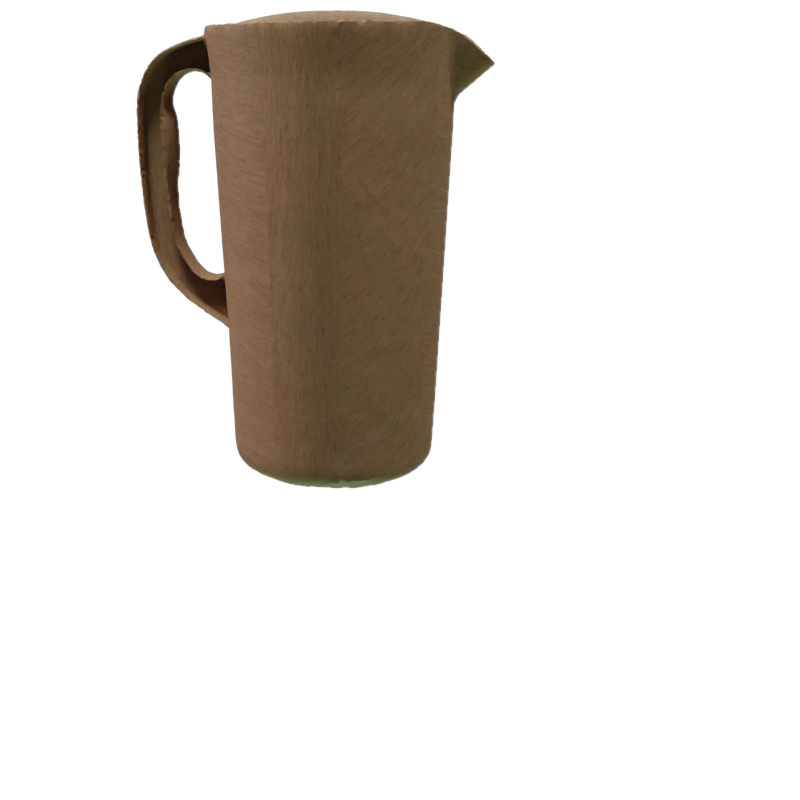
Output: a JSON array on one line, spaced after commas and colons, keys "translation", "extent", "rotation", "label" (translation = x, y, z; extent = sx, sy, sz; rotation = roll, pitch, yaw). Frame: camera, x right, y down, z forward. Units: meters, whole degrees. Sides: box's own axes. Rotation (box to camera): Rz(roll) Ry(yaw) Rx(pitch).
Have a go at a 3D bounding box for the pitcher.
[{"translation": [-0.047, -0.085, 0.595], "extent": [0.141, 0.237, 0.157], "rotation": [-8, 14, -37], "label": "pitcher"}]
